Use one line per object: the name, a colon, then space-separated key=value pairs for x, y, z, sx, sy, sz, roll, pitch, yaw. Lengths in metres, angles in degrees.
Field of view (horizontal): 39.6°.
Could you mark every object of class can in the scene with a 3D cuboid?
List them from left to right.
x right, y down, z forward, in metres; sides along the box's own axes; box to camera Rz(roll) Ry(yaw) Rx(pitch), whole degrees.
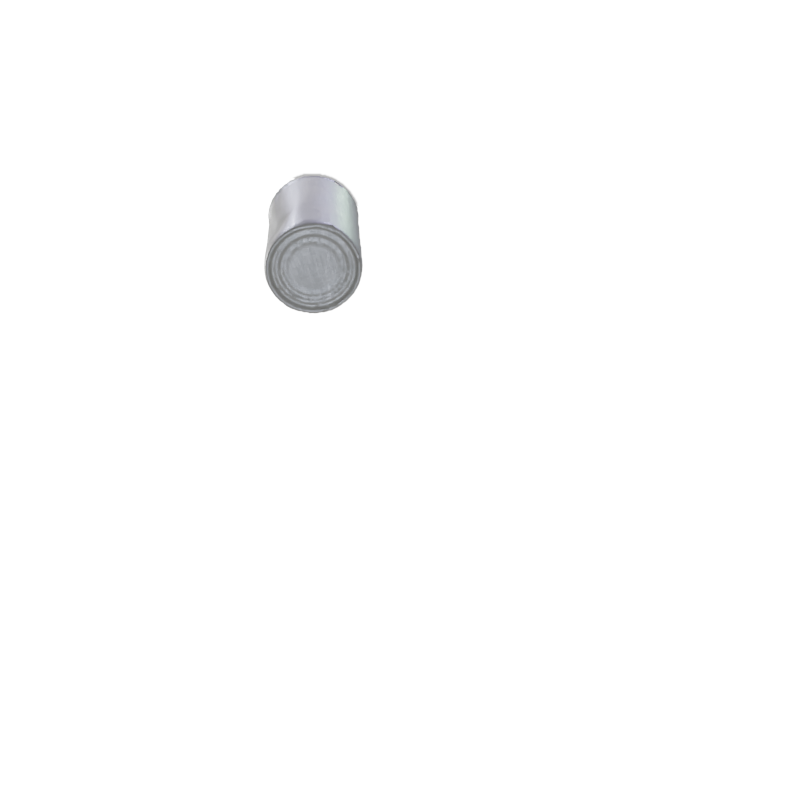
can: x=-0.062 y=-0.113 z=0.789 sx=0.068 sy=0.065 sz=0.108 roll=0 pitch=27 yaw=-3
